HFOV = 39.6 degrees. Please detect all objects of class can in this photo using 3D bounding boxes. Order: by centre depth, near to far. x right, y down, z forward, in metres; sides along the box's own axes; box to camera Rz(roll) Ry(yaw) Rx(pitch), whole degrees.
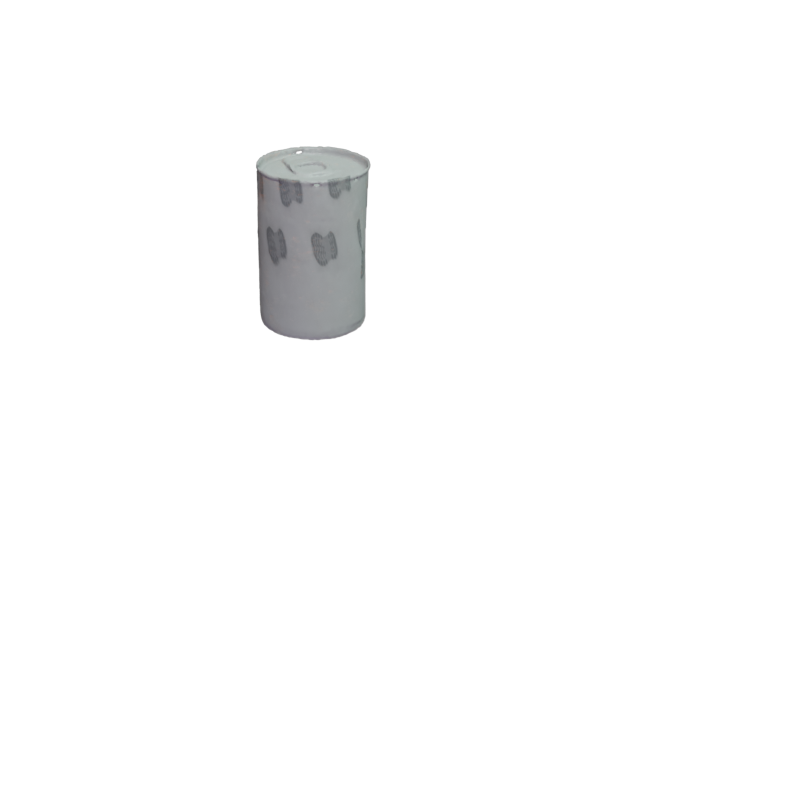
[{"bbox_3d":[-0.053,-0.096,0.675,0.068,0.097,0.072,0,25,-2],"label":"can"}]
